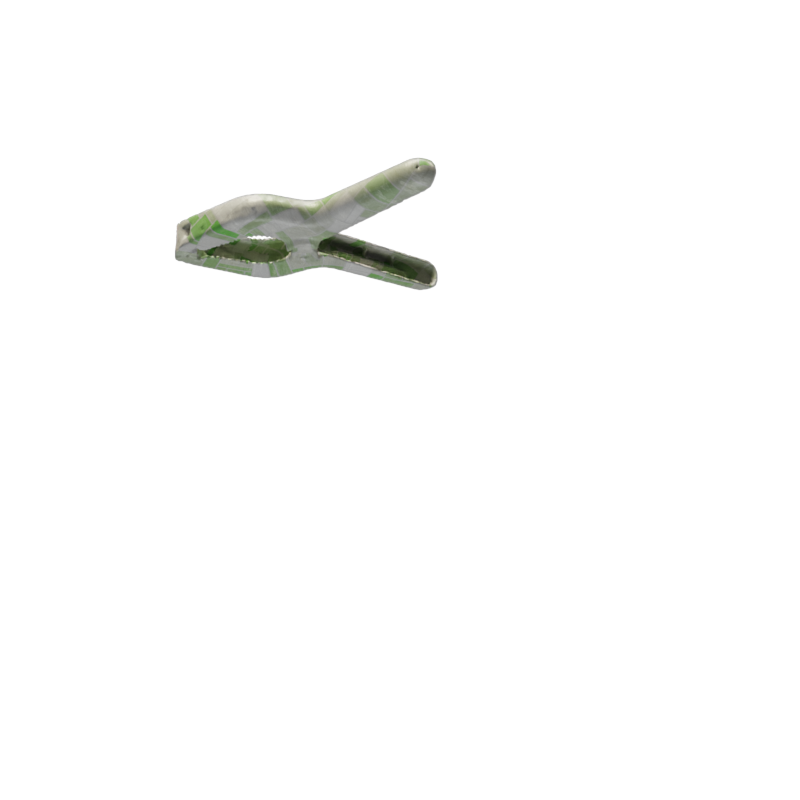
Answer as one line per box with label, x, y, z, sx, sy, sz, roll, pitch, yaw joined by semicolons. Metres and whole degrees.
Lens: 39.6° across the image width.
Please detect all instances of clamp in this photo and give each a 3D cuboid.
clamp;-0.067;-0.123;0.860;0.212;0.039;0.153;-5;-27;10
